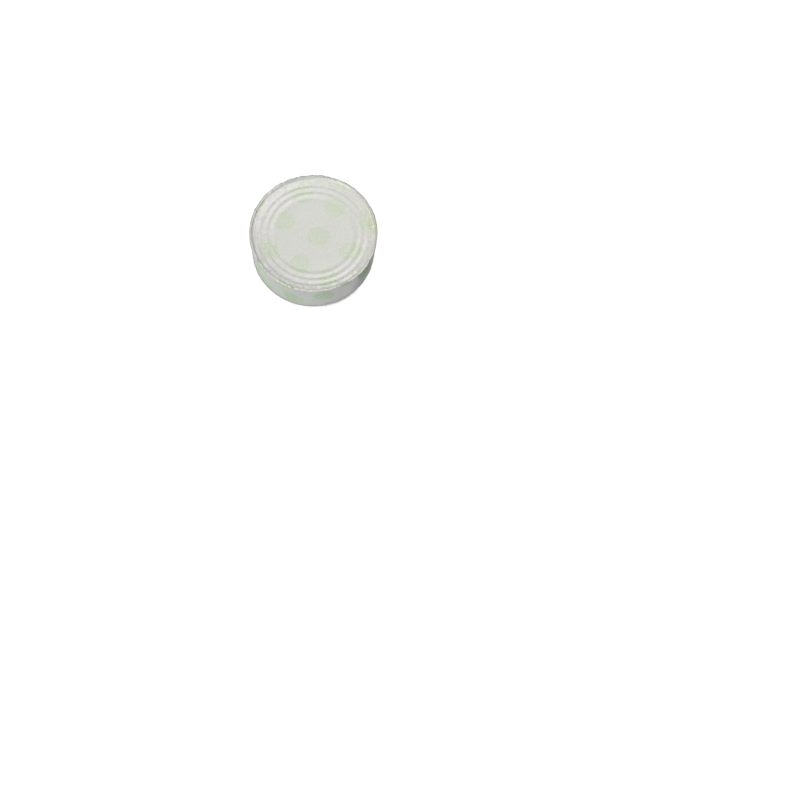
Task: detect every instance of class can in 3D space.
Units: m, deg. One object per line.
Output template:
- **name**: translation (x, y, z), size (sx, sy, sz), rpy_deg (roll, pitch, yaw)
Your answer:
- **can**: translation (-0.059, -0.108, 0.753), size (0.086, 0.090, 0.032), rpy_deg (-1, -22, -1)
